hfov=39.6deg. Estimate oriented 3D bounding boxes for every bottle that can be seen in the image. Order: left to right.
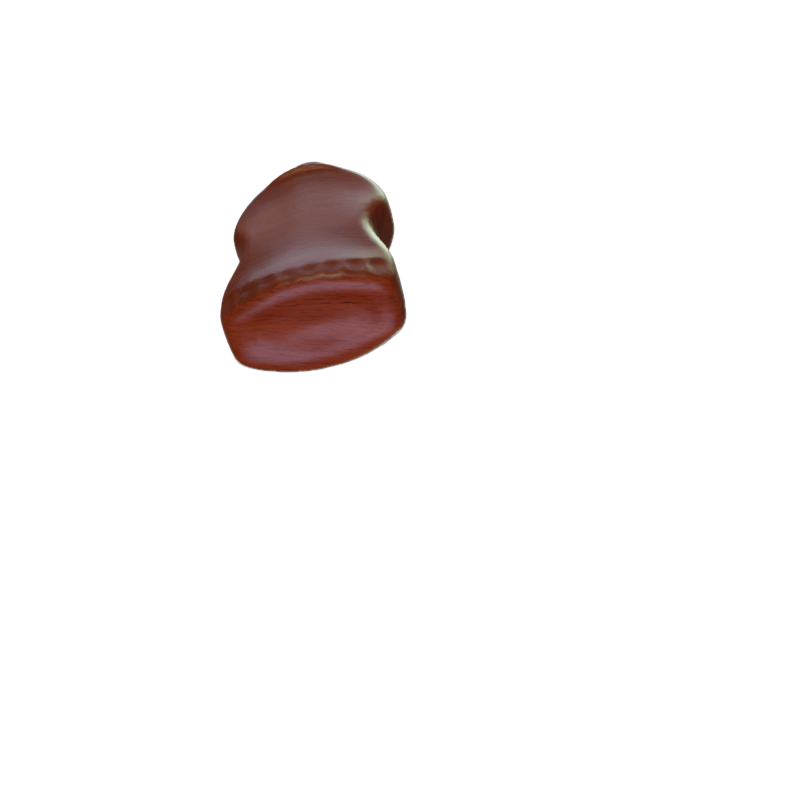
[{"bbox_3d":[-0.051,-0.093,0.655,0.096,0.054,0.204,-15,33,6],"label":"bottle"}]
